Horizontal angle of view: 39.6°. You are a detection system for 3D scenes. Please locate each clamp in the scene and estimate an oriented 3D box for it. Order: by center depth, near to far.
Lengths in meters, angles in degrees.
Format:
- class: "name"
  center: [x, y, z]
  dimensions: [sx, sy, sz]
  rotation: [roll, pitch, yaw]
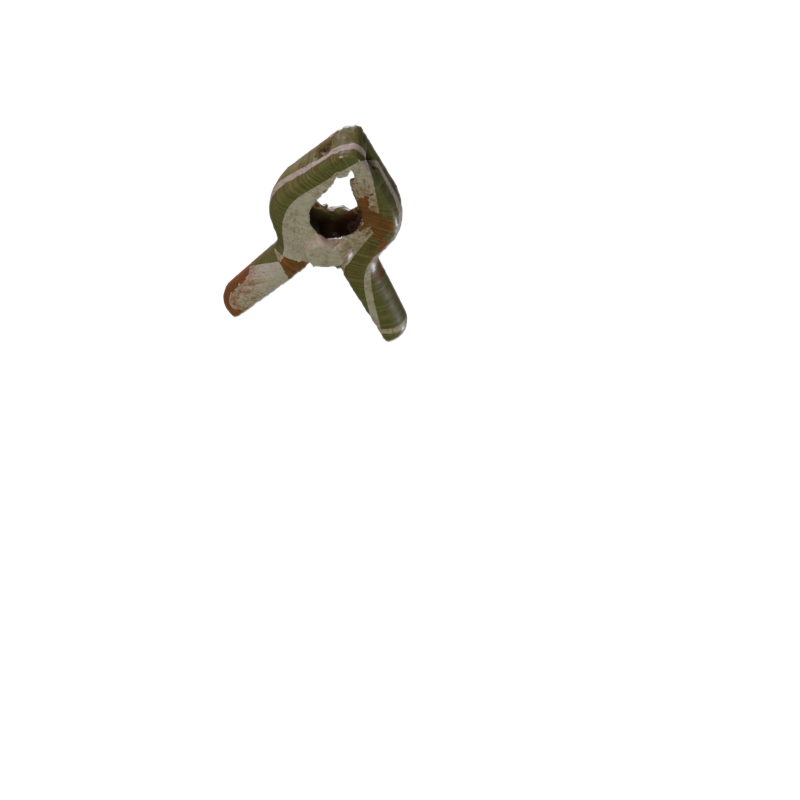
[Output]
- class: "clamp"
  center: [-0.053, -0.097, 0.679]
  dimensions: [0.120, 0.042, 0.160]
  rotation: [0, -41, -1]
